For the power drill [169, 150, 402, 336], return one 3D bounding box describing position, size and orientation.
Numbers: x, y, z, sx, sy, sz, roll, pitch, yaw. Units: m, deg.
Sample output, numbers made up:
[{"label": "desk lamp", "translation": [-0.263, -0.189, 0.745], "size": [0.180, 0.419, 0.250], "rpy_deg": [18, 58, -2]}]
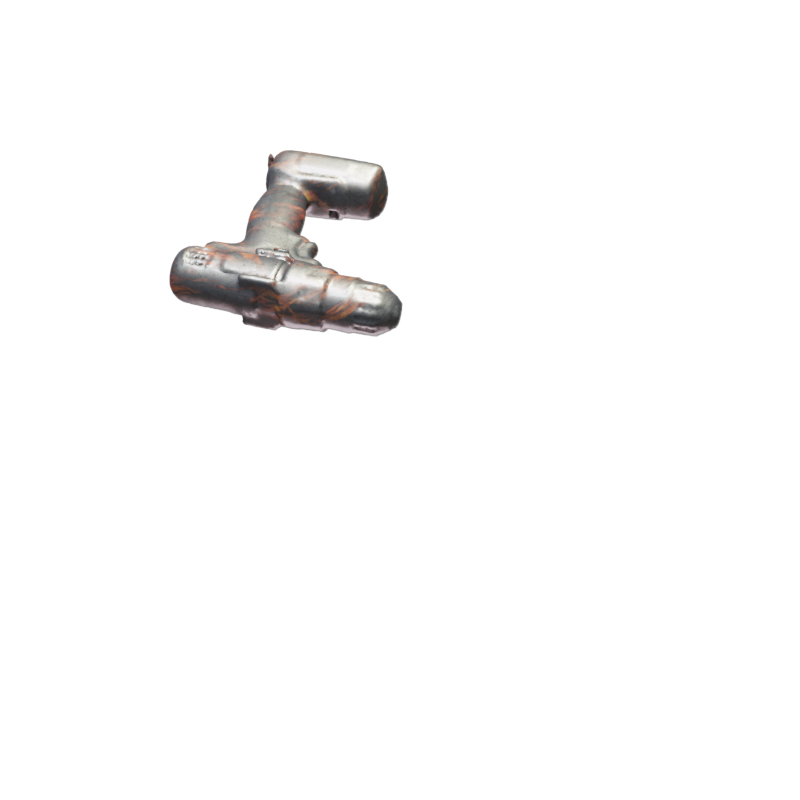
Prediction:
[{"label": "power drill", "translation": [-0.070, -0.128, 0.897], "size": [0.189, 0.054, 0.196], "rpy_deg": [11, 41, 13]}]
